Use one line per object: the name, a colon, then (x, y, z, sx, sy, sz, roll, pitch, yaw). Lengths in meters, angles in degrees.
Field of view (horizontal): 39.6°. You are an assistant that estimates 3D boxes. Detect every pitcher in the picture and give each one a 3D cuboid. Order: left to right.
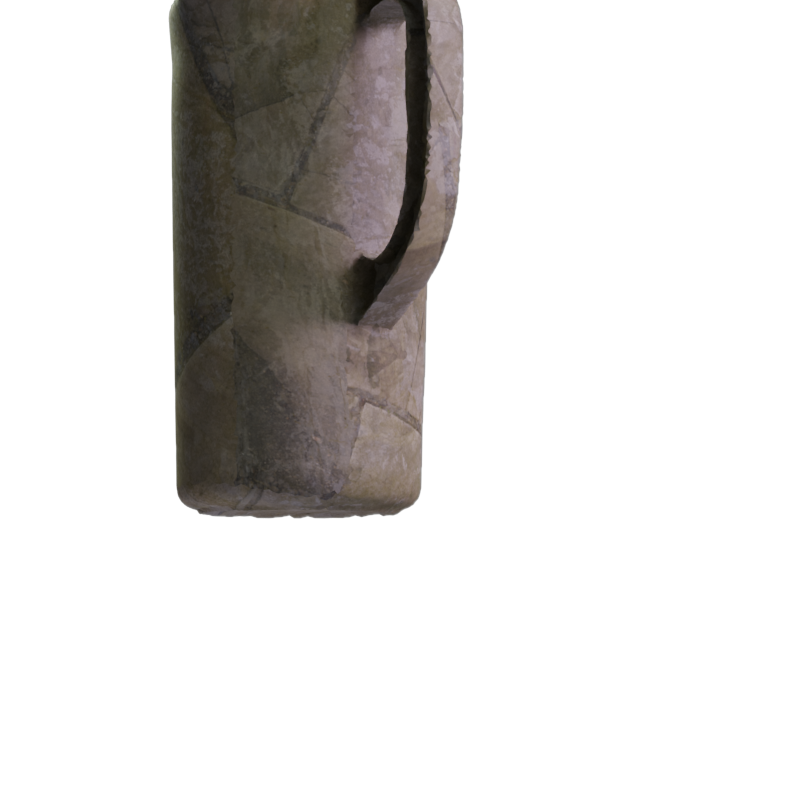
pitcher: (-0.040, -0.073, 0.510, 0.146, 0.252, 0.143, -2, -14, 6)
